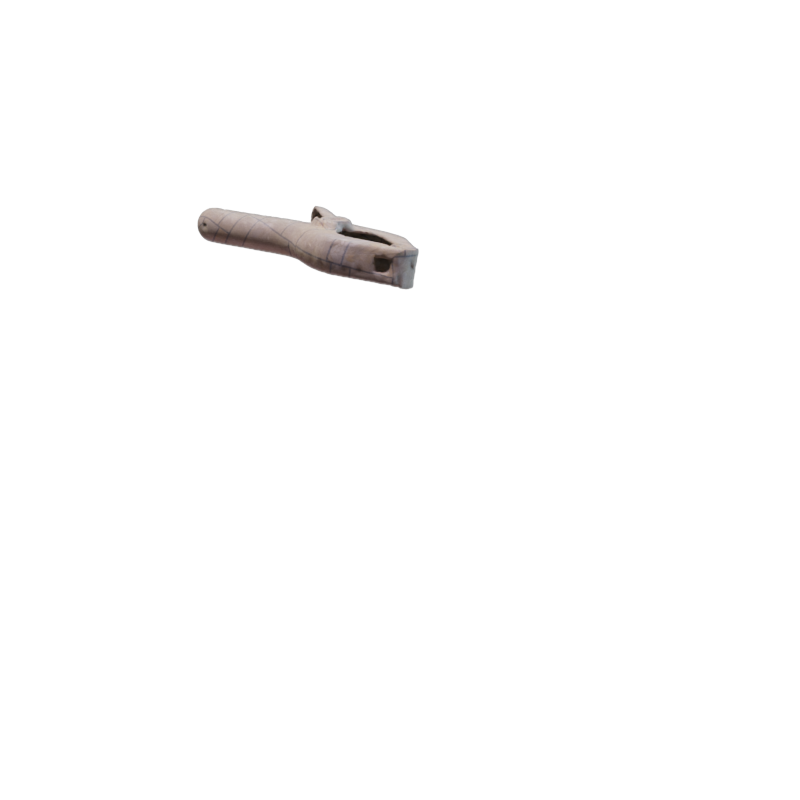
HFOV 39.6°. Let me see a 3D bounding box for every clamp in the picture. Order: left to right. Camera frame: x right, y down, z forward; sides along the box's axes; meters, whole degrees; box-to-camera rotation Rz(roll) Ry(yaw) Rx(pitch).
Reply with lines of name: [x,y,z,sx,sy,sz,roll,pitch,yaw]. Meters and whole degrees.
clamp: [-0.061,-0.111,0.776,0.117,0.038,0.182,-12,22,-32]
